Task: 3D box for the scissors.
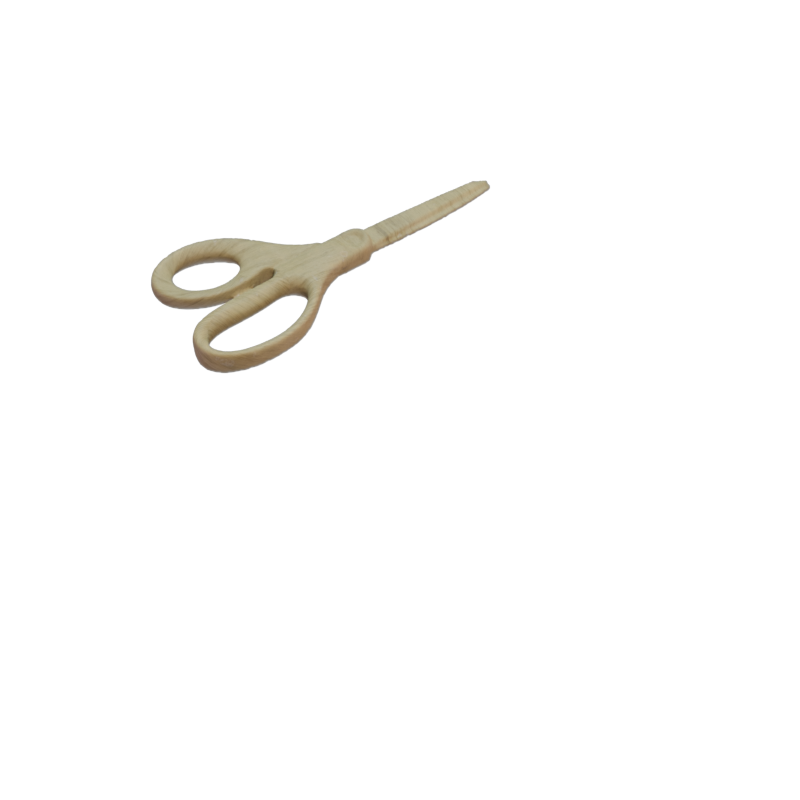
[{"bbox_3d":[-0.045,-0.082,0.575,0.101,0.015,0.205,24,48,24],"label":"scissors"}]
